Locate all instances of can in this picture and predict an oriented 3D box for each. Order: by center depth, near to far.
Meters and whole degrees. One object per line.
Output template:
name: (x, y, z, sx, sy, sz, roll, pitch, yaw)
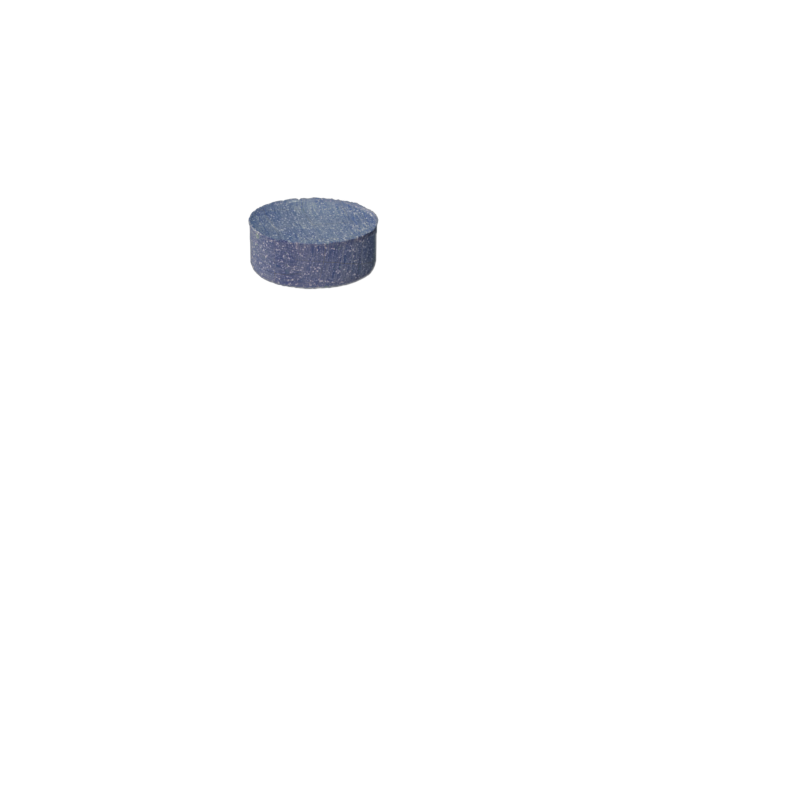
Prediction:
can: (-0.058, -0.105, 0.737, 0.086, 0.032, 0.091, -1, 28, -2)
